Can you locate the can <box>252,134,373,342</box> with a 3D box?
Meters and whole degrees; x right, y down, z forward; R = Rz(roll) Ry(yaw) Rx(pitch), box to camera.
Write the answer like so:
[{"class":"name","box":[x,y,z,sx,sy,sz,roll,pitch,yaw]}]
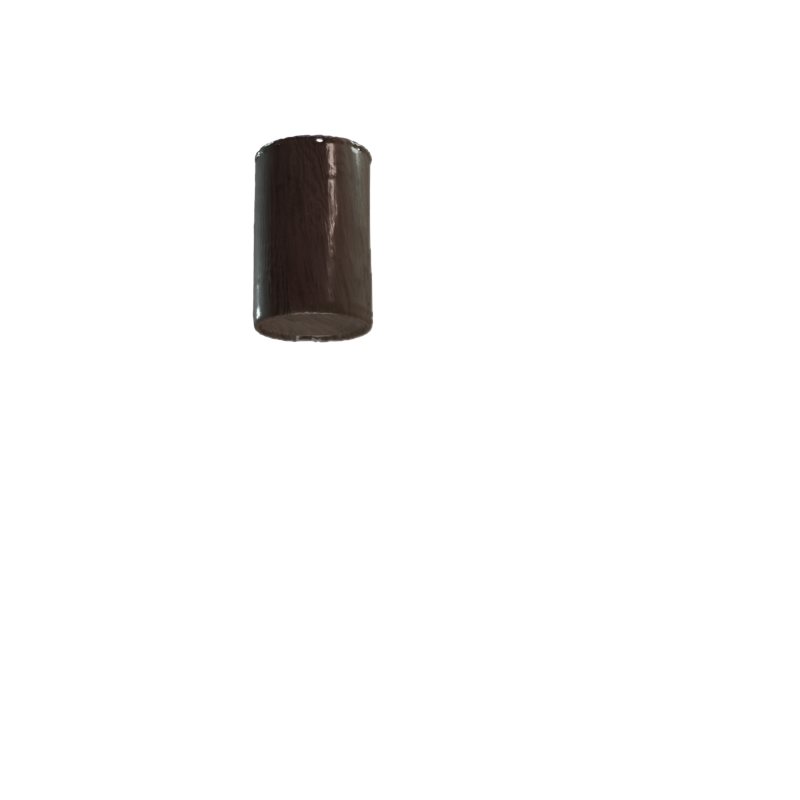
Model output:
[{"class":"can","box":[-0.049,-0.089,0.625,0.068,0.107,0.066,0,-16,-2]}]
